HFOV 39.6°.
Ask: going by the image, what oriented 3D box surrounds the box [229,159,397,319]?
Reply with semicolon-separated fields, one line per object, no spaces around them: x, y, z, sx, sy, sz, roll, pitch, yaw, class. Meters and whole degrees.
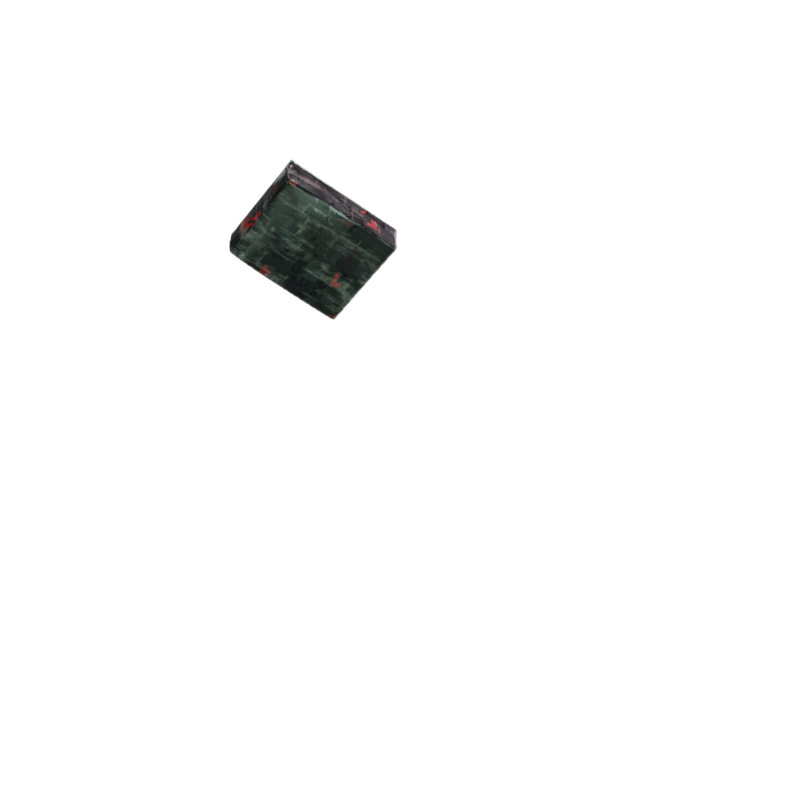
-0.072;-0.132;0.923;0.109;0.088;0.041;32;26;-19;box
